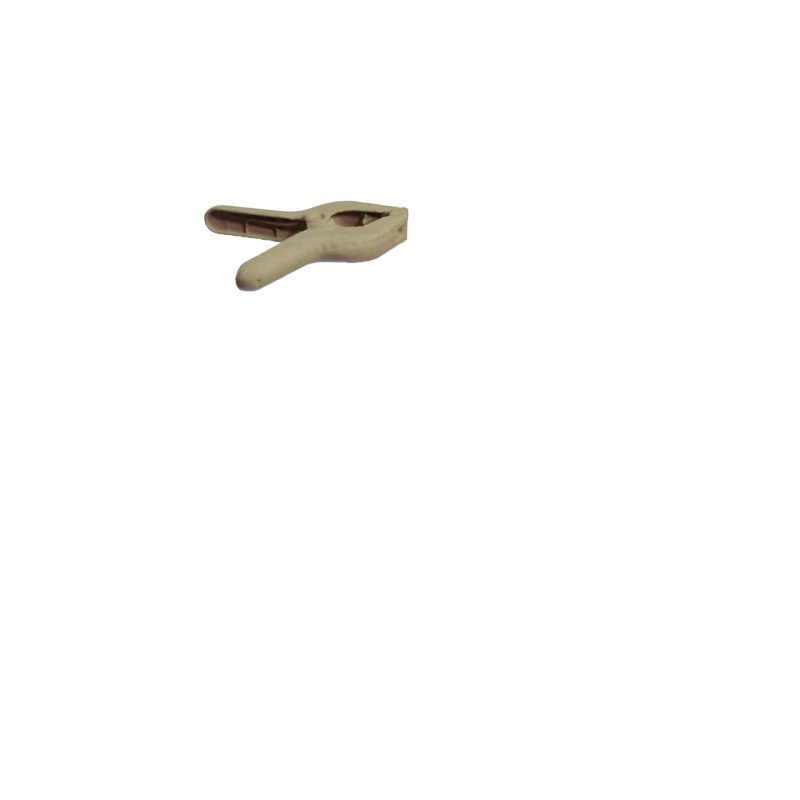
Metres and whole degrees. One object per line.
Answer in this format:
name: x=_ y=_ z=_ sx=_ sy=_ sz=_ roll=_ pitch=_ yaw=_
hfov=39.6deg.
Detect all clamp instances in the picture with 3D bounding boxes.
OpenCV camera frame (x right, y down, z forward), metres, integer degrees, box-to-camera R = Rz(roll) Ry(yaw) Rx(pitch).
clamp: x=-0.071 y=-0.130 z=0.910 sx=0.170 sy=0.037 sz=0.130 roll=-7 pitch=40 yaw=-8
